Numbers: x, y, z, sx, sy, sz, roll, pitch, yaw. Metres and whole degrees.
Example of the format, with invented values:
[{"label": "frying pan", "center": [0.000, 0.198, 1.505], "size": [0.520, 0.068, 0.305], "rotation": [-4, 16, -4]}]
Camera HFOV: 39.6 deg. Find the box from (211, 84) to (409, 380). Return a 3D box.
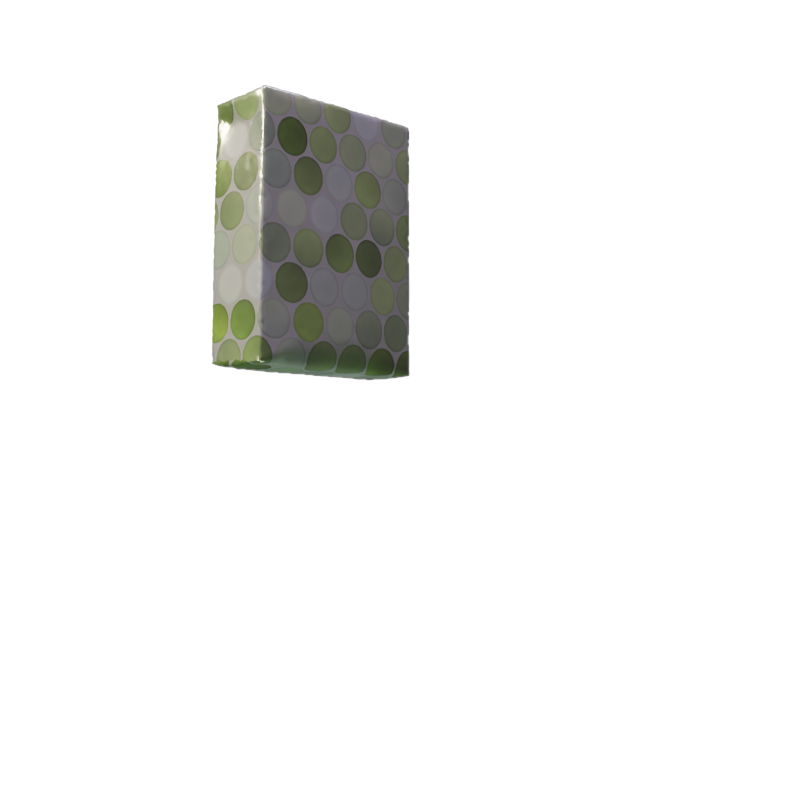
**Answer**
[{"label": "box", "center": [-0.070, -0.128, 0.895], "size": [0.156, 0.220, 0.073], "rotation": [8, -14, -44]}]
